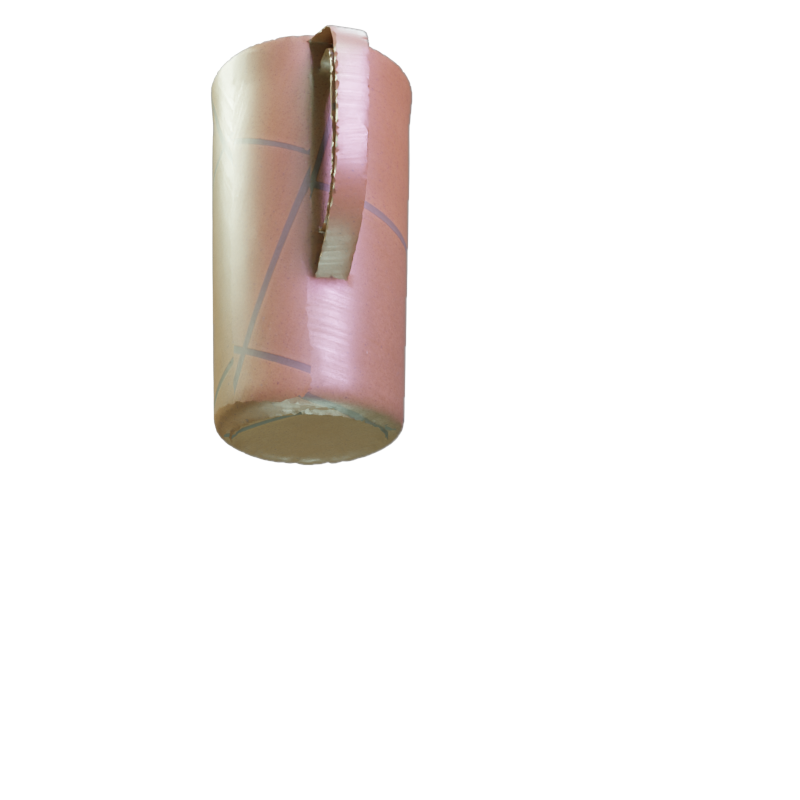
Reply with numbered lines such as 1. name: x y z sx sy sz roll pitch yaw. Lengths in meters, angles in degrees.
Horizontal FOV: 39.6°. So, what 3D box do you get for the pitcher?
1. pitcher: -0.052 -0.096 0.670 0.147 0.258 0.138 -15 -29 25
